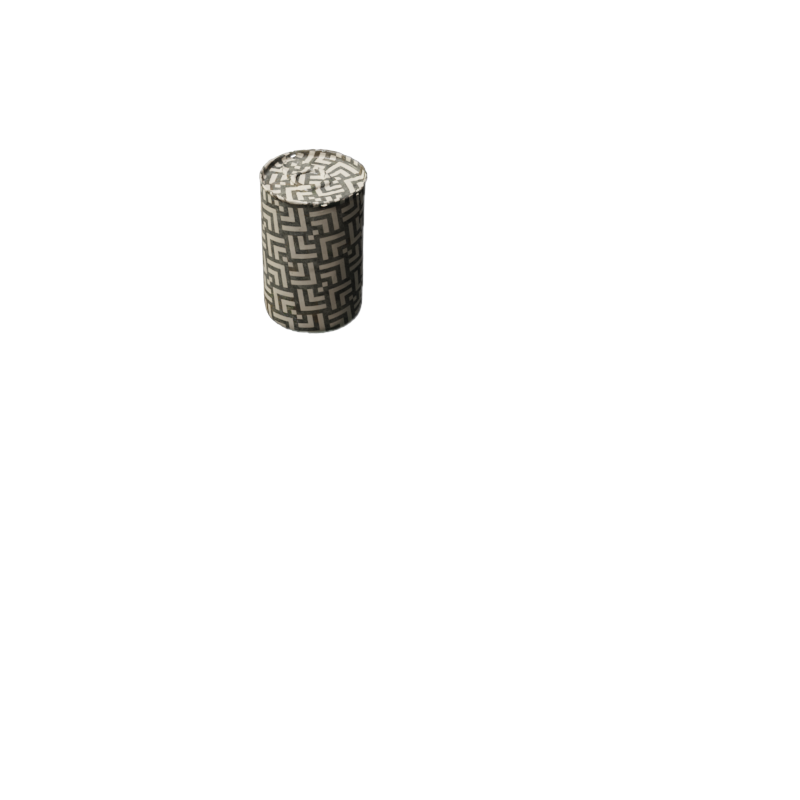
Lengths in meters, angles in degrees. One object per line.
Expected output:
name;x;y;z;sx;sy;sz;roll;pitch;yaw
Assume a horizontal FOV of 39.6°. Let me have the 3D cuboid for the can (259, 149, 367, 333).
can;-0.057;-0.103;0.723;0.068;0.096;0.073;0;37;-3
